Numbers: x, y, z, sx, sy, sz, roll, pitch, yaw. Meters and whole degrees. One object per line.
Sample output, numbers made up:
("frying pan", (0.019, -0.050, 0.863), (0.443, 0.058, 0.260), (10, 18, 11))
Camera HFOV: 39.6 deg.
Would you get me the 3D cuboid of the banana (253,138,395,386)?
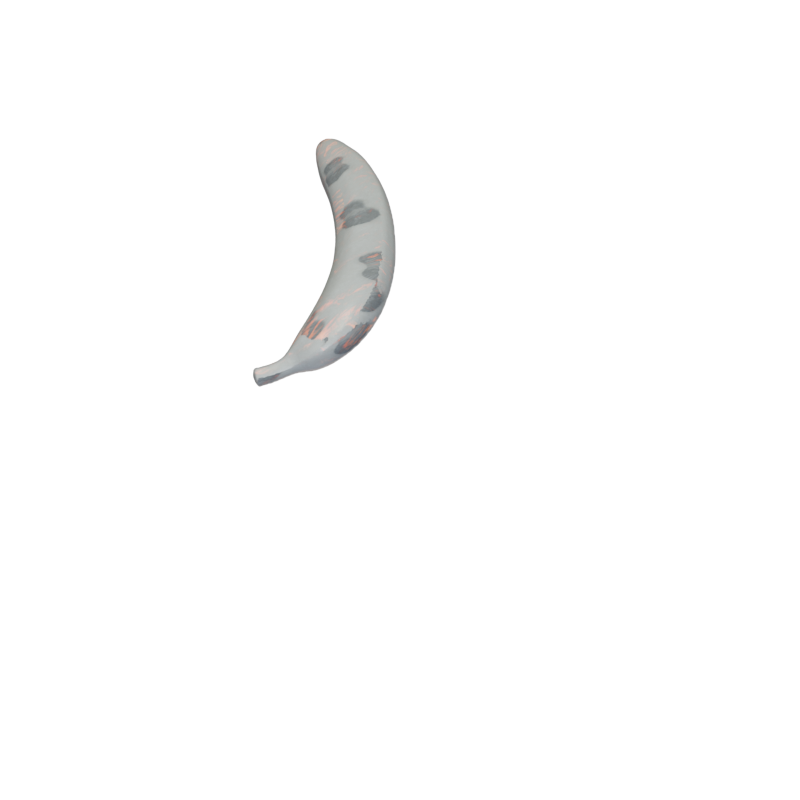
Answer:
("banana", (-0.036, -0.092, 0.685), (0.070, 0.210, 0.034), (7, -38, 5))
